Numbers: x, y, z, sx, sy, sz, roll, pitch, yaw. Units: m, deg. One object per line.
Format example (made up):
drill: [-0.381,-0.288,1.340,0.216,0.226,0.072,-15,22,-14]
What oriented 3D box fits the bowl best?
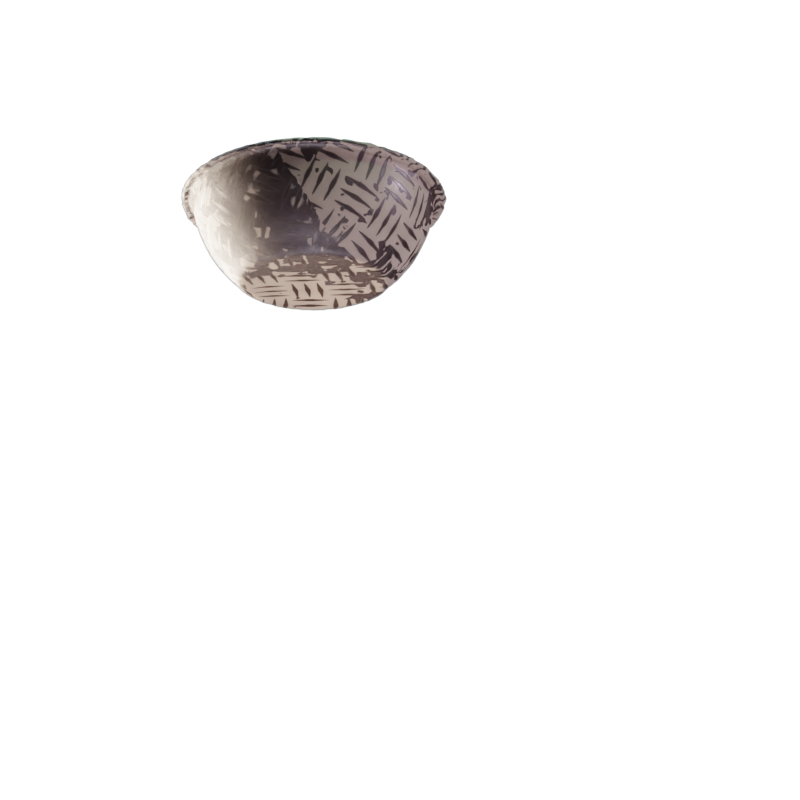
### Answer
bowl: [-0.053,-0.096,0.671,0.162,0.058,0.155,0,-18,-2]
